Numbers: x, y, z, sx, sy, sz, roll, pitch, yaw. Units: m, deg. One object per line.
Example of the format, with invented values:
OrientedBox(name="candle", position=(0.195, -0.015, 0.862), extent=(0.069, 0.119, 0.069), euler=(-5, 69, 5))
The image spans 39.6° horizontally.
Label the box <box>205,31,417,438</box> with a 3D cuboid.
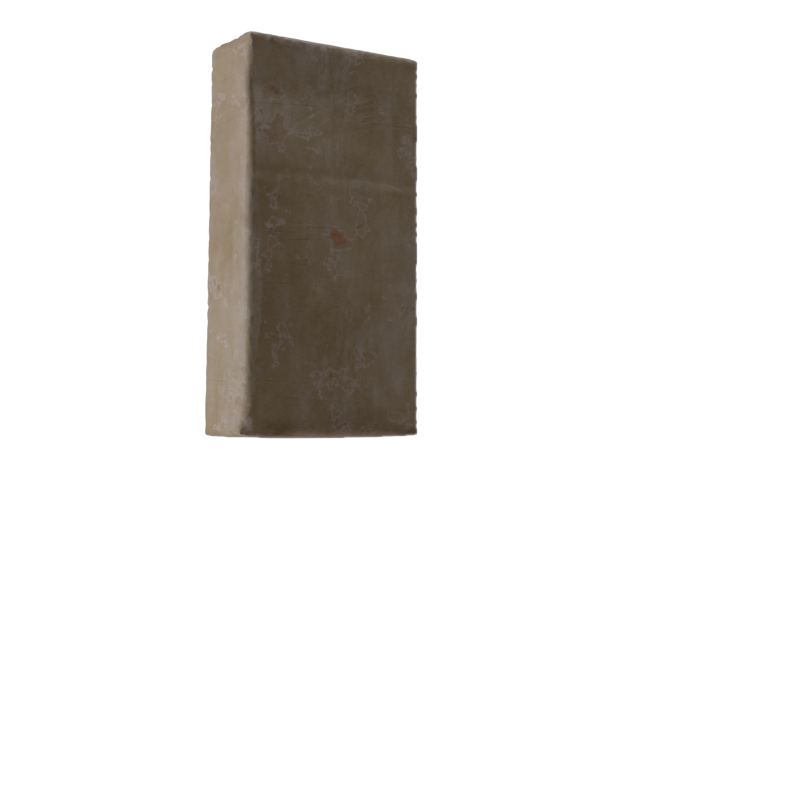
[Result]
OrientedBox(name="box", position=(-0.040, -0.072, 0.507), extent=(0.090, 0.179, 0.049), euler=(3, -8, -33))
